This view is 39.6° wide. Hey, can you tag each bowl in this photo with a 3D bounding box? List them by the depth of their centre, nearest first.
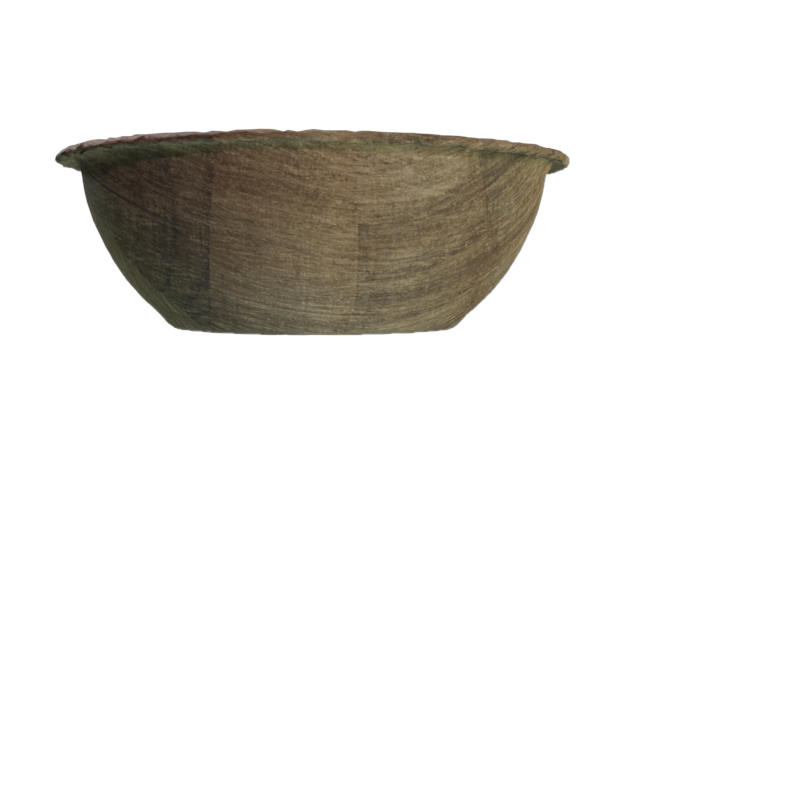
[{"bbox_3d":[-0.028,-0.051,0.356,0.162,0.055,0.163,0,6,-2],"label":"bowl"}]
